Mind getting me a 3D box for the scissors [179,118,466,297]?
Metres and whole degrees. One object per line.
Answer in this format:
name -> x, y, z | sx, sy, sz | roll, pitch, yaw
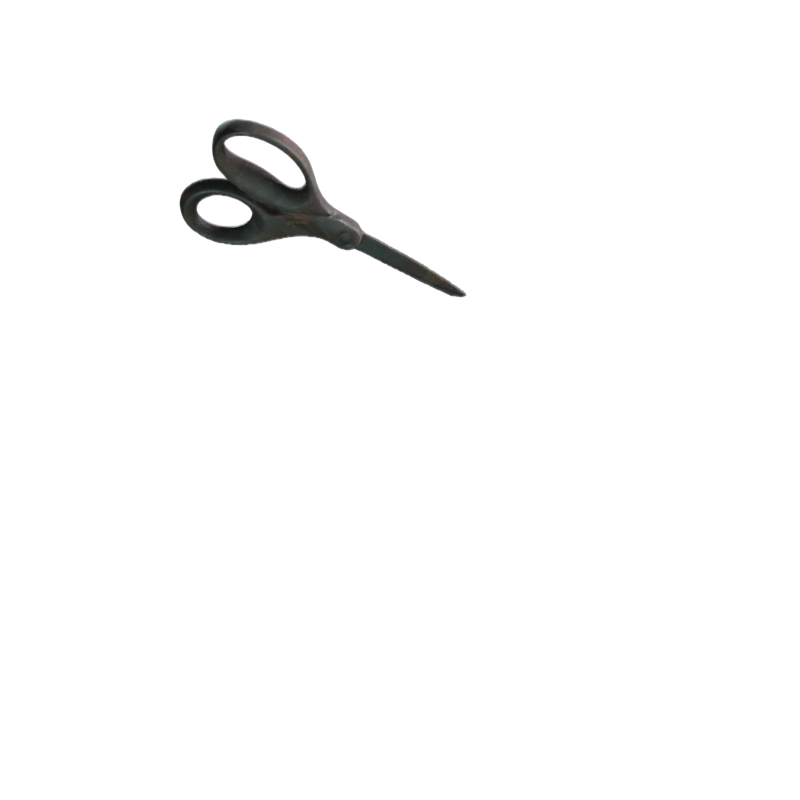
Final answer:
scissors -> -0.055, -0.099, 0.697 | 0.096, 0.017, 0.188 | -30, -52, 27
